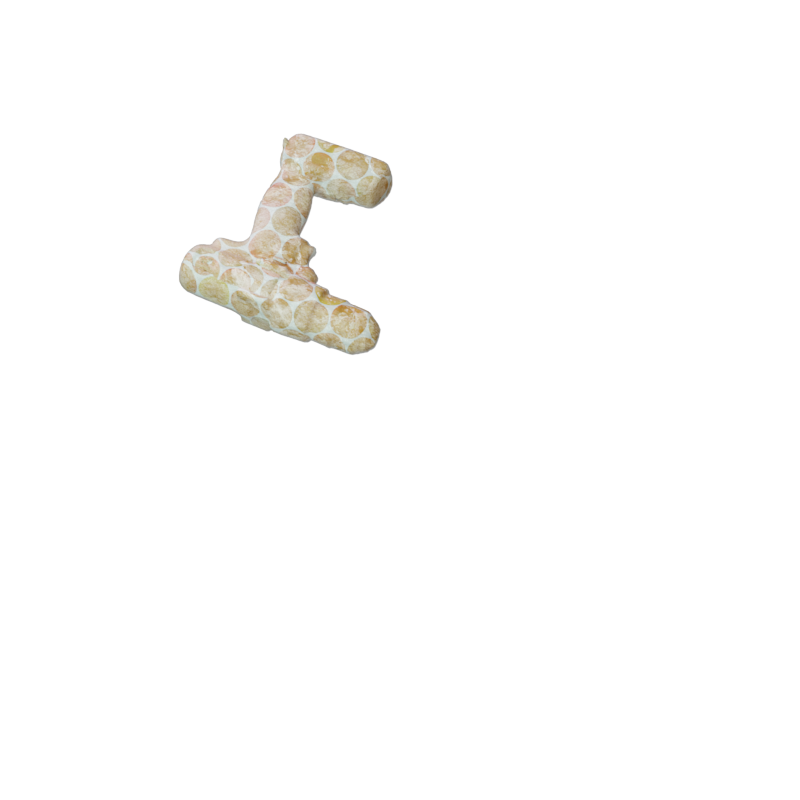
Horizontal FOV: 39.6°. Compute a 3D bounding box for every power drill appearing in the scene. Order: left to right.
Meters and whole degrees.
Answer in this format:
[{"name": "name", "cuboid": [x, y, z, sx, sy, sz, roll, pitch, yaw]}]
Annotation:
[{"name": "power drill", "cuboid": [-0.077, -0.140, 0.978, 0.190, 0.195, 0.054, 21, -31, 13]}]
